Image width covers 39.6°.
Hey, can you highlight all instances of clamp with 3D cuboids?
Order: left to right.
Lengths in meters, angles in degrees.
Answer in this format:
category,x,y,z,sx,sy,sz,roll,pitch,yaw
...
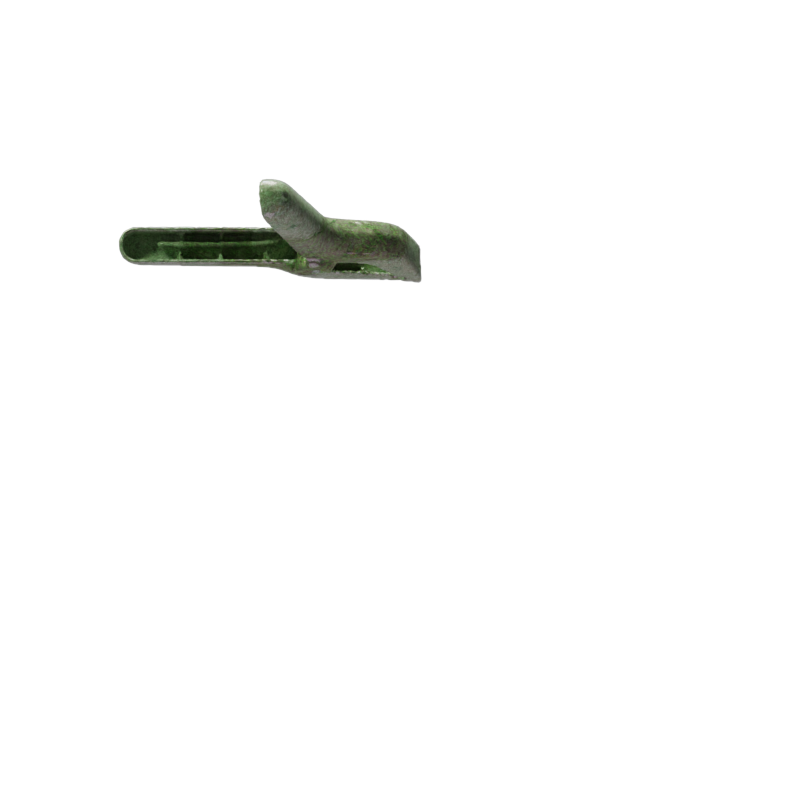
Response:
category,x,y,z,sx,sy,sz,roll,pitch,yaw
clamp,-0.057,-0.104,0.729,0.201,0.037,0.168,3,-6,-35
